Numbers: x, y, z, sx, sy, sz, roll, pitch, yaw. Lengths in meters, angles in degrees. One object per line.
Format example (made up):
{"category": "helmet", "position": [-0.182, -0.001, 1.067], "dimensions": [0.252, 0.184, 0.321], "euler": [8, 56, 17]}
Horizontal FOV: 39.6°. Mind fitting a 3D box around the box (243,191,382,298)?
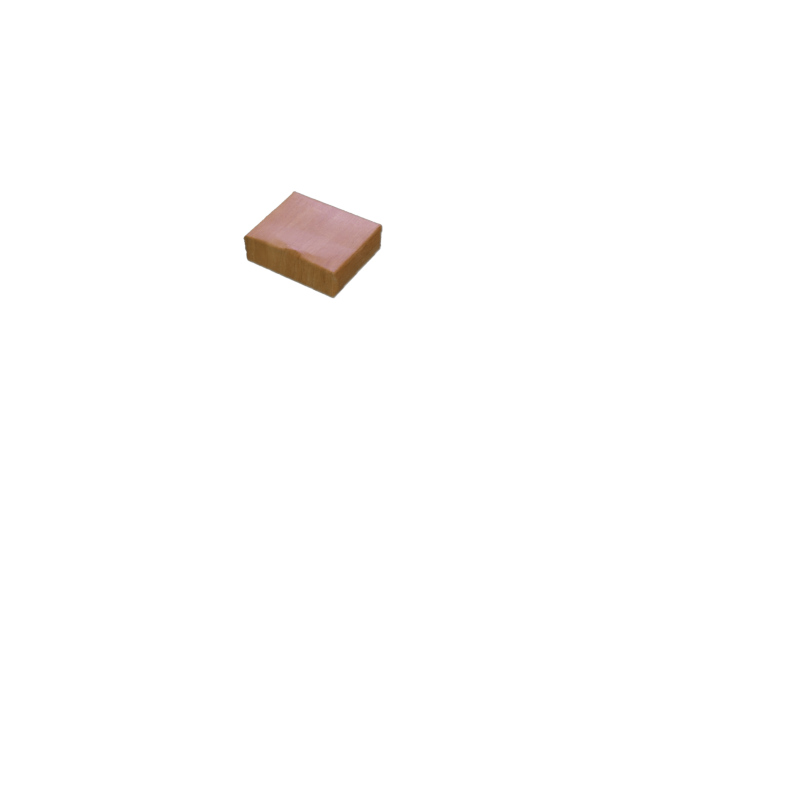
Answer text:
{"category": "box", "position": [-0.071, -0.129, 0.902], "dimensions": [0.094, 0.028, 0.075], "euler": [24, 49, 23]}
